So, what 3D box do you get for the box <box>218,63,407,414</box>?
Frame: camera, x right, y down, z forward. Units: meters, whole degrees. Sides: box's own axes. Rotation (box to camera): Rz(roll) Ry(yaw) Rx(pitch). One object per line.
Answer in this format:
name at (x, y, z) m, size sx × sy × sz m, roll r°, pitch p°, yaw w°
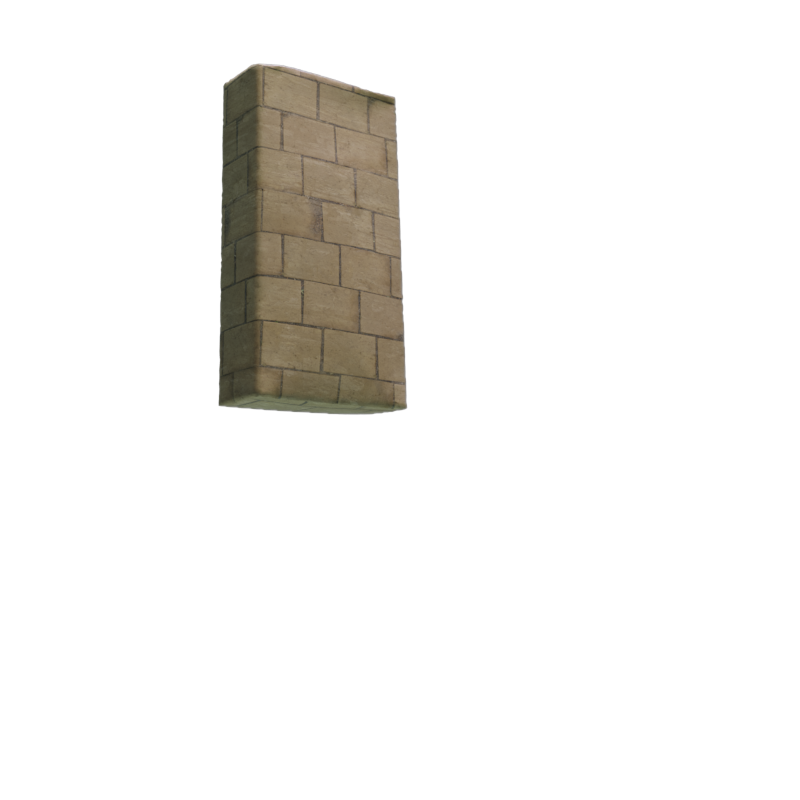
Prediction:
box at (-0.046, -0.083, 0.582) m, size 0.089 × 0.182 × 0.049 m, roll 8°, pitch -17°, yaw -34°
